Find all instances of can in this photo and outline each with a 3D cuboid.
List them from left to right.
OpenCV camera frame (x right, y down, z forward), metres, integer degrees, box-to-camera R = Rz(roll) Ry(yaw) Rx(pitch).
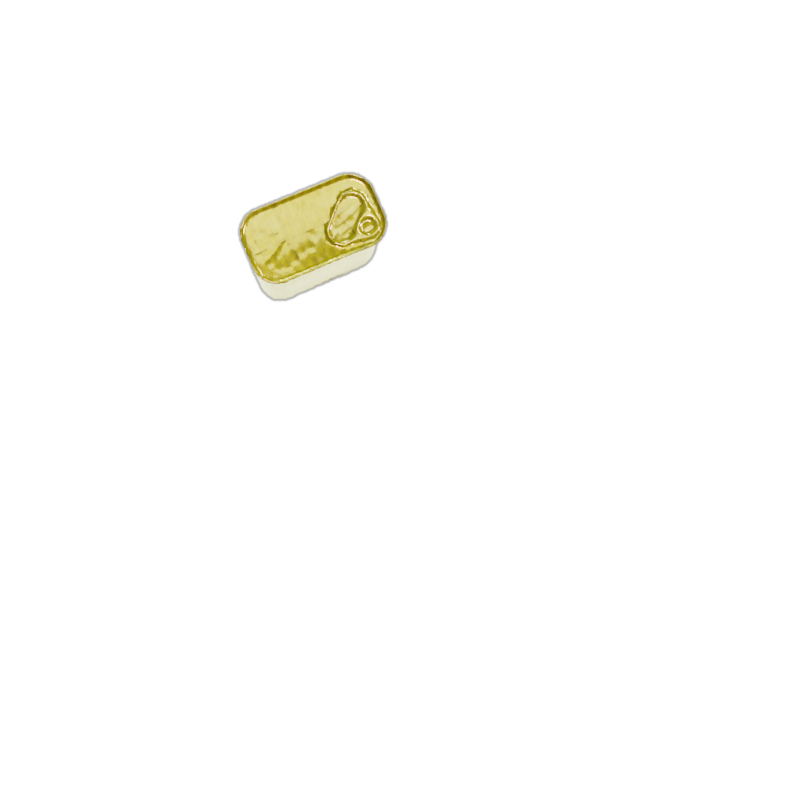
[{"bbox_3d":[-0.064,-0.117,0.820,0.102,0.059,0.082,-23,-7,-6],"label":"can"}]
